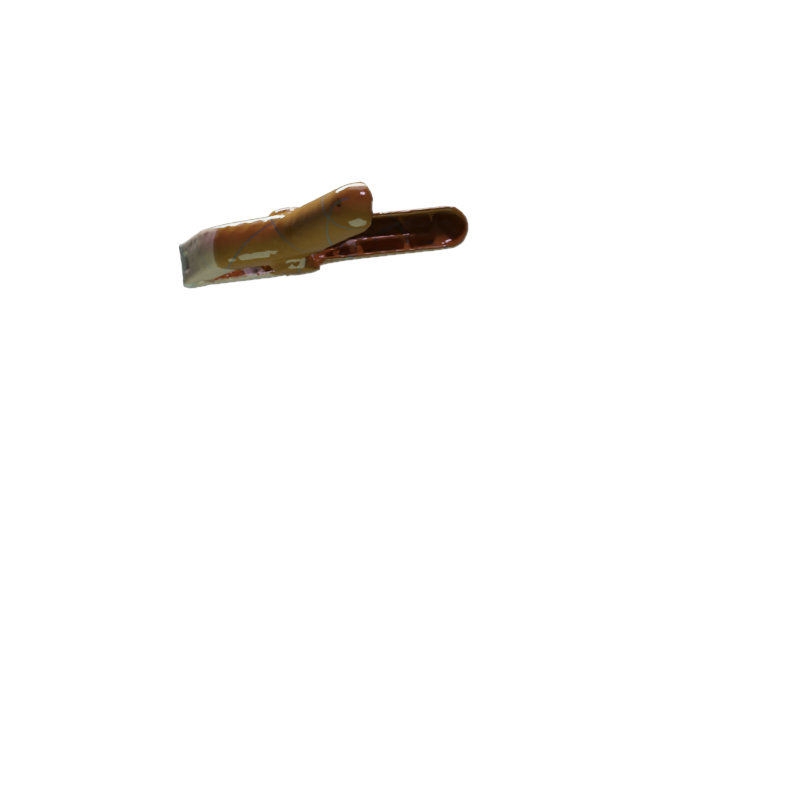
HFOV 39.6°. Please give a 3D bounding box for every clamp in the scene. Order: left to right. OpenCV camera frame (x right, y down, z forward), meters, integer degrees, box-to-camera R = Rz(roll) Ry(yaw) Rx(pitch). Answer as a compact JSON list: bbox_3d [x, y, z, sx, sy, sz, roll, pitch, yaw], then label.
[{"bbox_3d":[-0.050,-0.091,0.635,0.176,0.040,0.114,-5,-7,40],"label":"clamp"}]
